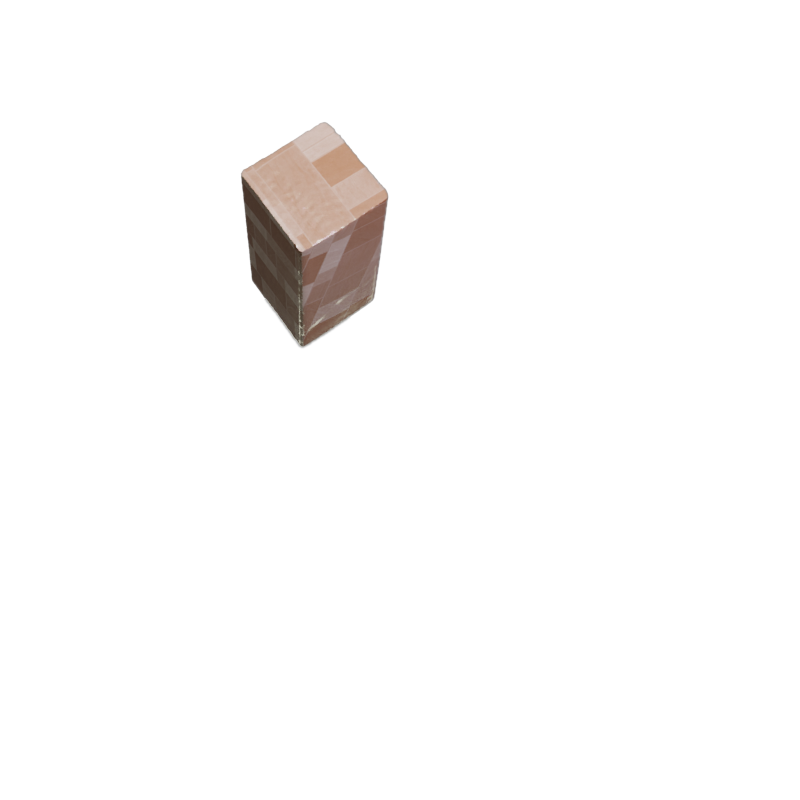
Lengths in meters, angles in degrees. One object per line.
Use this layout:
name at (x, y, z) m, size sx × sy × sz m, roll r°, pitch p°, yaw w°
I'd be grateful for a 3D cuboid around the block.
block at (-0.076, -0.140, 0.981) m, size 0.090 × 0.095 × 0.196 m, roll -34°, pitch -15°, yaw -15°
